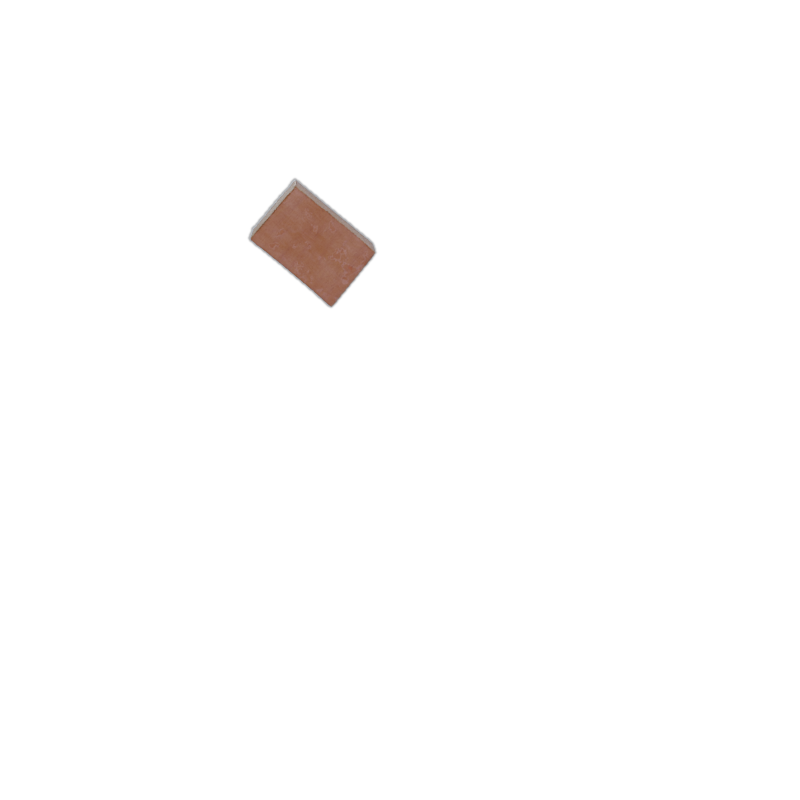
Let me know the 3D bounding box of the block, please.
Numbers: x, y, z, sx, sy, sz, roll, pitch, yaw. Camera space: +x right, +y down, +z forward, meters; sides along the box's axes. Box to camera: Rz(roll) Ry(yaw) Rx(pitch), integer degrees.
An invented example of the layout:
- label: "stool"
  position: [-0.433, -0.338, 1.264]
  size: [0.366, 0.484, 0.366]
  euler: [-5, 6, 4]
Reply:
- label: "block"
  position: [-0.063, -0.115, 0.807]
  size: [0.077, 0.052, 0.052]
  euler: [40, 7, -8]
